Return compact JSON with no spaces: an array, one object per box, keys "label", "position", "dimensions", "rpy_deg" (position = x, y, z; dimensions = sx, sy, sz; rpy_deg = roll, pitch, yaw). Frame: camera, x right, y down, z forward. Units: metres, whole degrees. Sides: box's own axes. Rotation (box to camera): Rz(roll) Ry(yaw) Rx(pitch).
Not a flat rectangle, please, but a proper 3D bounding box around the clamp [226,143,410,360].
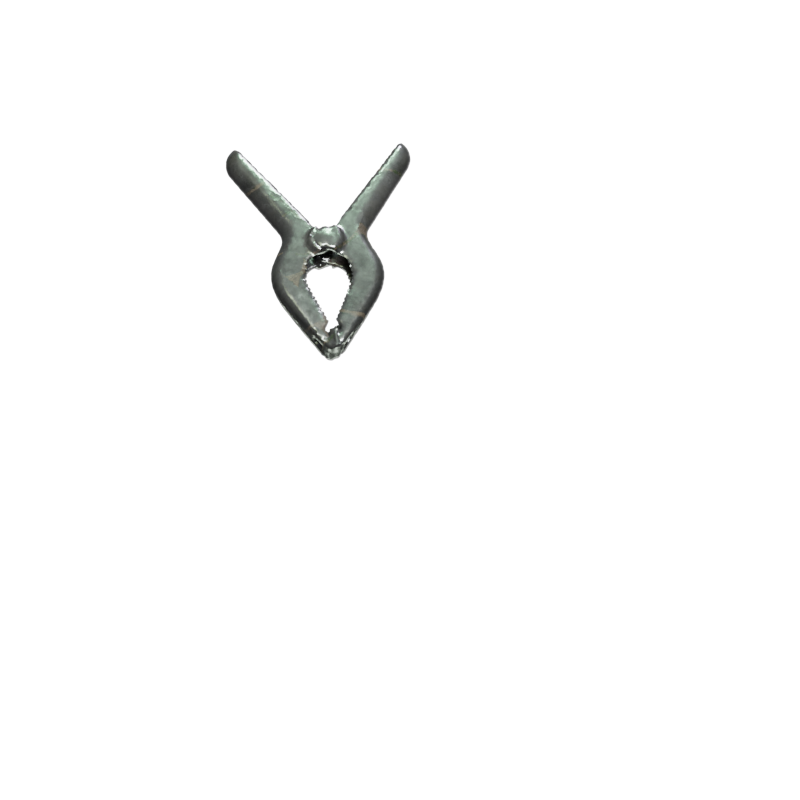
[{"label":"clamp","position":[-0.075,-0.136,0.953],"dimensions":[0.165,0.223,0.034],"rpy_deg":[2,-29,1]}]
